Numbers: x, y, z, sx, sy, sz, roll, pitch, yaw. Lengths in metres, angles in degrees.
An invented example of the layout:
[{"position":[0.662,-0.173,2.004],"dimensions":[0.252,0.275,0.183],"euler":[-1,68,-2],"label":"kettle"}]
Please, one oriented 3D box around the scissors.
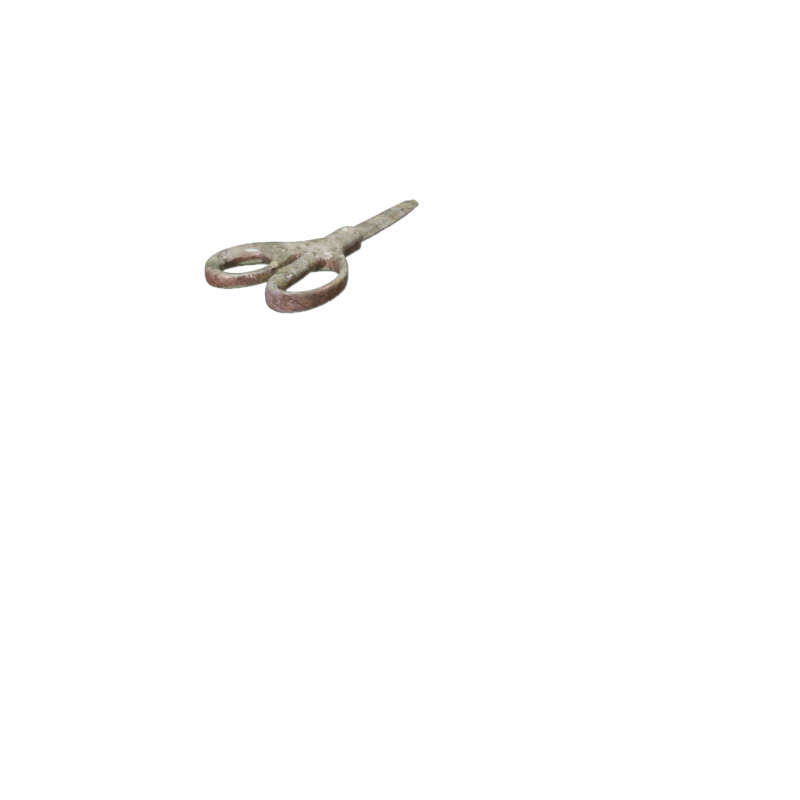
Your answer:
[{"position":[-0.056,-0.102,0.711],"dimensions":[0.098,0.015,0.208],"euler":[6,27,12],"label":"scissors"}]
